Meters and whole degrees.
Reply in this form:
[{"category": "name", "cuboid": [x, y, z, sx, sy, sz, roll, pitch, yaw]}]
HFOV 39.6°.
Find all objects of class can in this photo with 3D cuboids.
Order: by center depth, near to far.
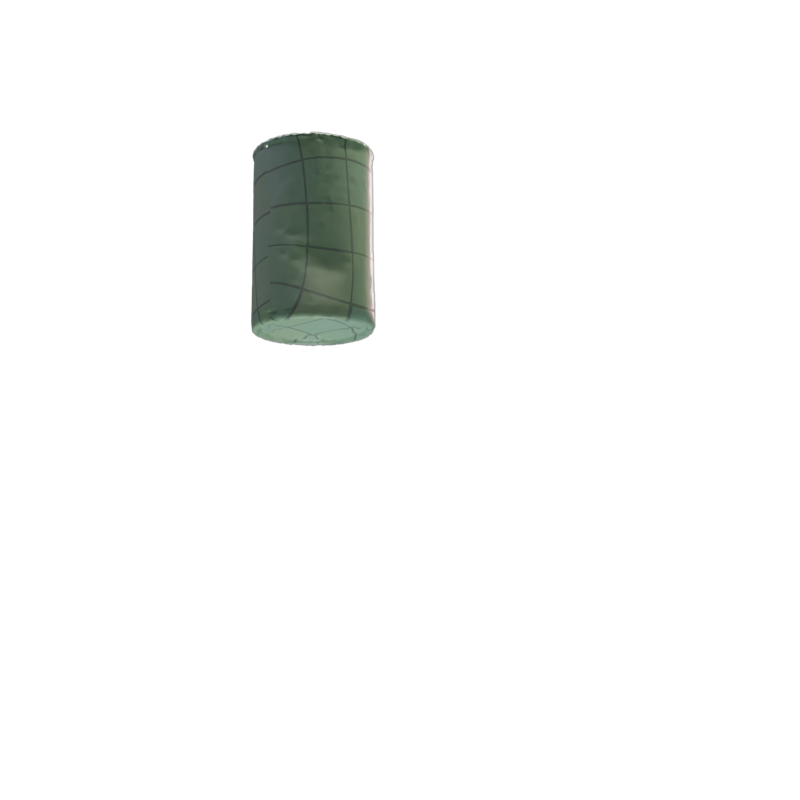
[{"category": "can", "cuboid": [-0.047, -0.086, 0.605, 0.068, 0.106, 0.066, 0, -15, -2]}]
